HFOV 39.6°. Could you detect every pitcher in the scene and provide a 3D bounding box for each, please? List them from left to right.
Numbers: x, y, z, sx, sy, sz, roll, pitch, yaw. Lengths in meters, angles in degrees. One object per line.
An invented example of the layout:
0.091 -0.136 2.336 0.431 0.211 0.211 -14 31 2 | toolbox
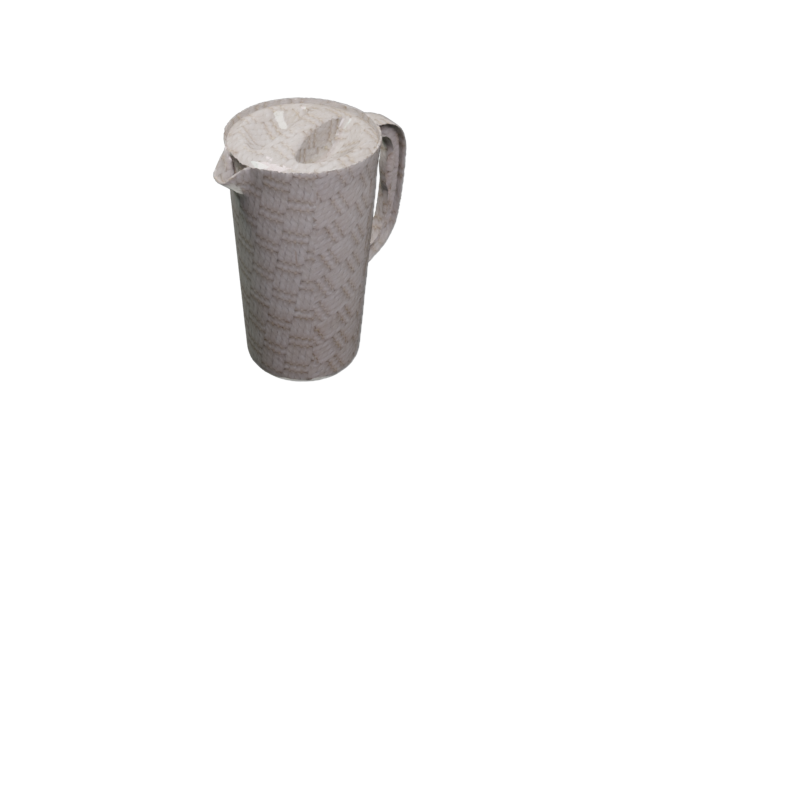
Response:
-0.078 -0.142 0.998 0.151 0.227 0.153 7 38 5 | pitcher
